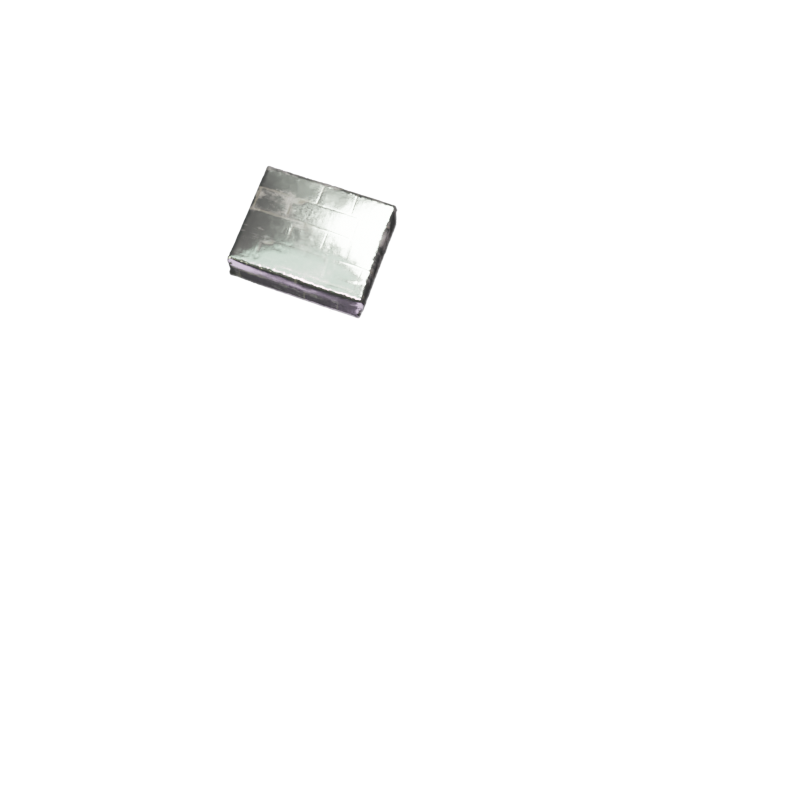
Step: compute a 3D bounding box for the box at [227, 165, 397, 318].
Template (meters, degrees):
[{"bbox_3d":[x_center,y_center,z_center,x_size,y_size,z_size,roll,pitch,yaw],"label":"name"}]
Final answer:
[{"bbox_3d":[-0.069,-0.126,0.879,0.115,0.094,0.037,17,-26,8],"label":"box"}]
